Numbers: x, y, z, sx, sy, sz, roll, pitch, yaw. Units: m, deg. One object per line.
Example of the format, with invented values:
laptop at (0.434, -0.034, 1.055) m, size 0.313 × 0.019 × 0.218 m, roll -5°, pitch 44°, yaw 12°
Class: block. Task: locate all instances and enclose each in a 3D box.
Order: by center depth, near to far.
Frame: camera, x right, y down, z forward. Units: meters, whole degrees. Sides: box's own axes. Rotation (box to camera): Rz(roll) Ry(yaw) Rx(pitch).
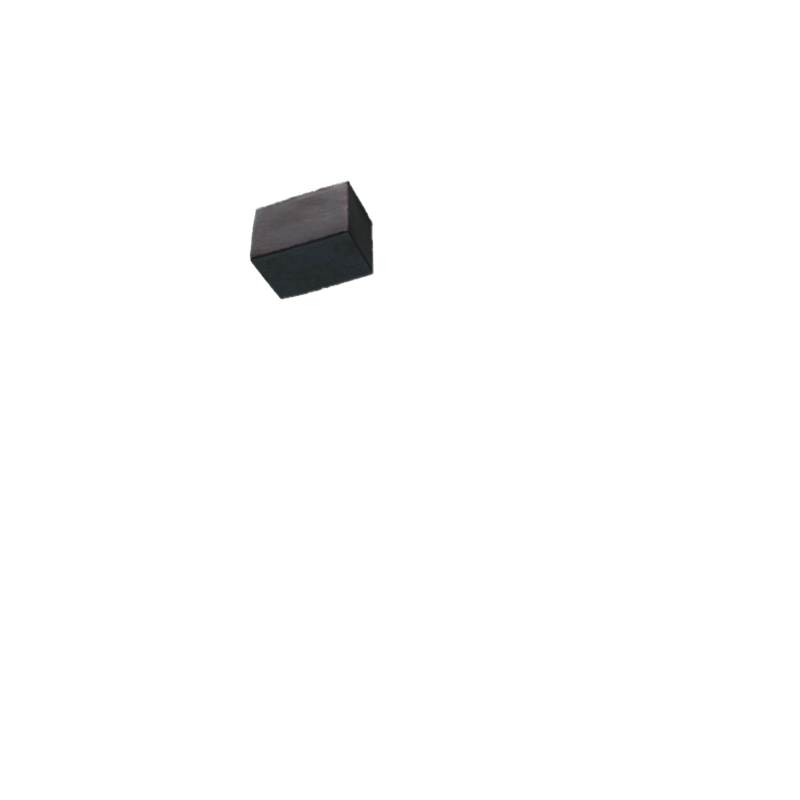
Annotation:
block at (-0.064, -0.116, 0.814) m, size 0.079 × 0.055 × 0.049 m, roll -14°, pitch -39°, yaw 16°
